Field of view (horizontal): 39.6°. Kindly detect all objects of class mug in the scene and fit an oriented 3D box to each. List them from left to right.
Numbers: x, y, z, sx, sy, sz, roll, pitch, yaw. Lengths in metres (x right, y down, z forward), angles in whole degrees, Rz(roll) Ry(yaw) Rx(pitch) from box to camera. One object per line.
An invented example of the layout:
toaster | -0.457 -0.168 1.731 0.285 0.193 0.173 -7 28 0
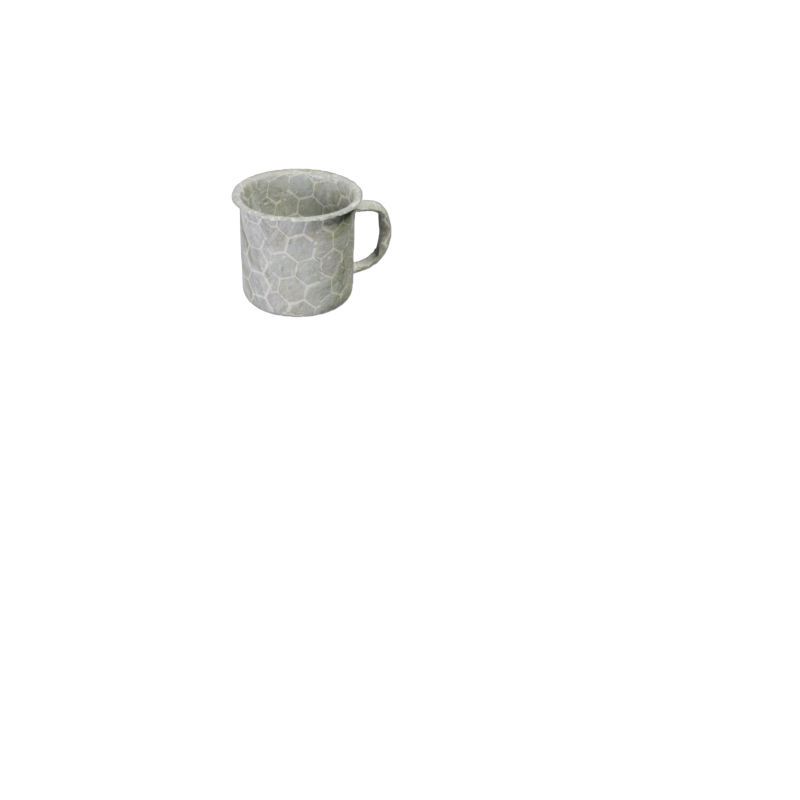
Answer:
mug | -0.063 -0.115 0.806 0.115 0.077 0.100 -9 32 -17
